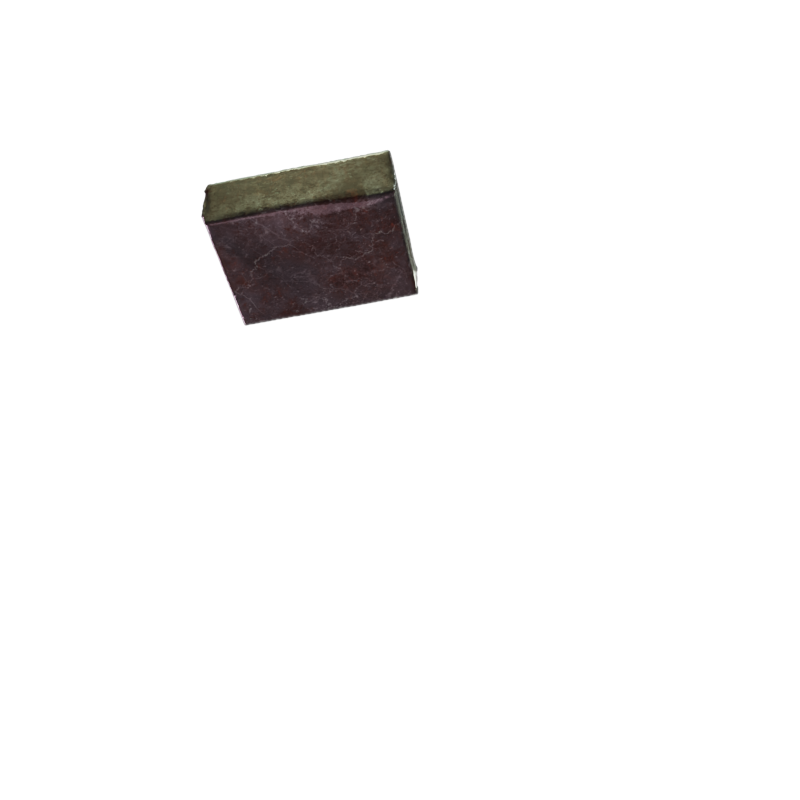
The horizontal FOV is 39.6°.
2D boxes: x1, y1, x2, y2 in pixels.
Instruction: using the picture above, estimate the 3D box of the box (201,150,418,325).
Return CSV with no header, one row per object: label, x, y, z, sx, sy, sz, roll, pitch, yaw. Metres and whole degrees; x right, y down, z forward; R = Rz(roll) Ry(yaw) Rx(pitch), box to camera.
box,-0.052,-0.094,0.658,0.114,0.042,0.083,-8,-42,8
